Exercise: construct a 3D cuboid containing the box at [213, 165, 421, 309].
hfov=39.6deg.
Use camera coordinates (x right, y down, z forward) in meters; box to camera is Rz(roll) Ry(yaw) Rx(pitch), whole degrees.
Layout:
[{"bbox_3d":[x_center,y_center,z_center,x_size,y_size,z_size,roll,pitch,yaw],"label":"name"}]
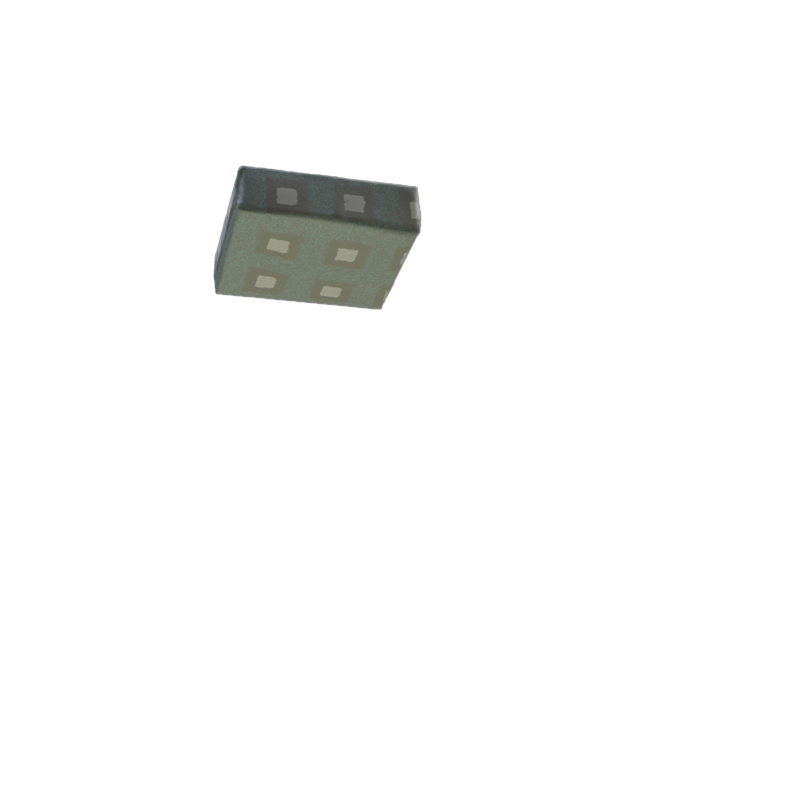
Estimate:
[{"bbox_3d":[-0.053,-0.097,0.682,0.111,0.041,0.086,7,-32,-13],"label":"box"}]
